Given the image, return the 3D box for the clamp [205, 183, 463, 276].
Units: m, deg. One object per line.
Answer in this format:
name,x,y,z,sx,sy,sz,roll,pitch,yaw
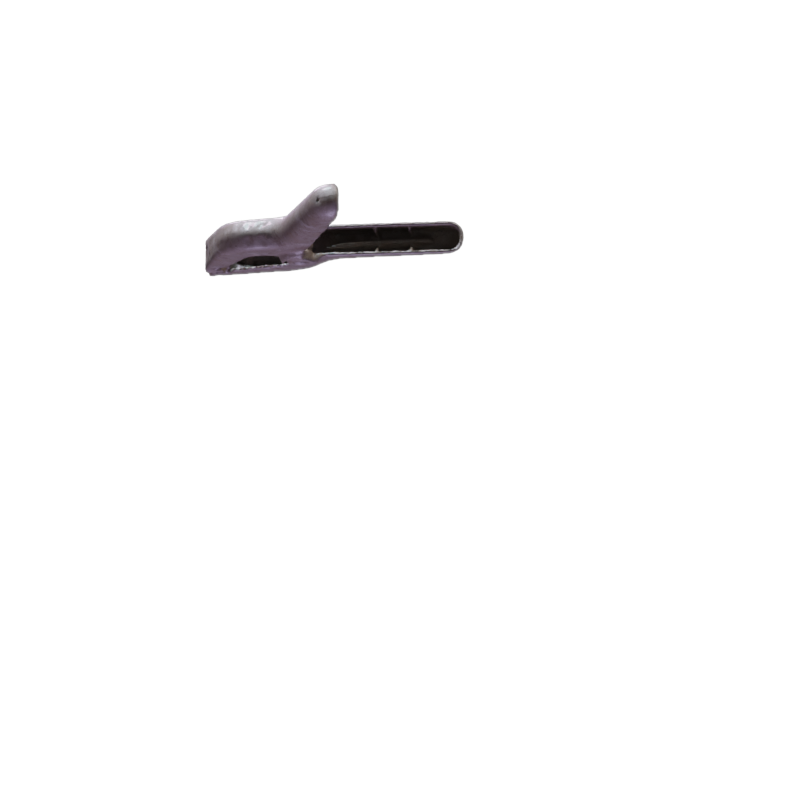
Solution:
clamp,-0.068,-0.124,0.866,0.215,0.037,0.156,-6,-9,45
